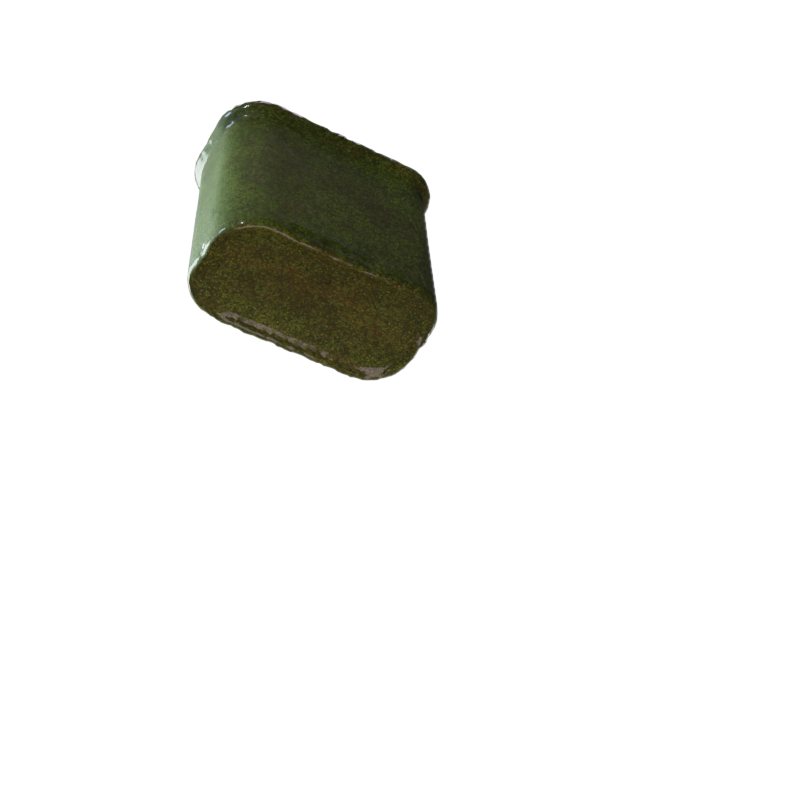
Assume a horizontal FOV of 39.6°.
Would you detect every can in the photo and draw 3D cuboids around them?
[{"bbox_3d":[-0.036,-0.065,0.454,0.098,0.056,0.090,22,37,-20],"label":"can"}]
